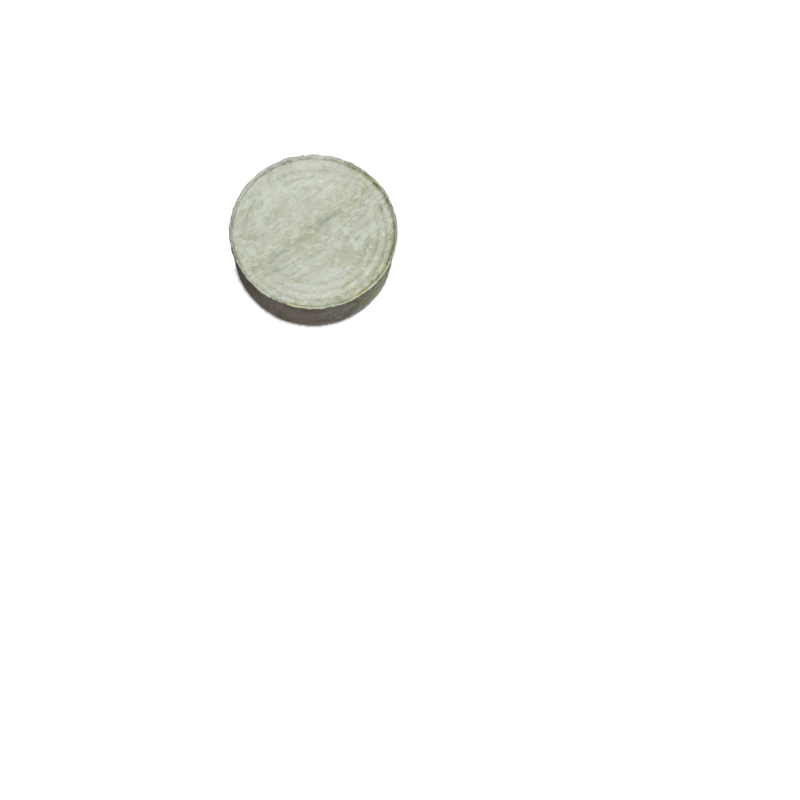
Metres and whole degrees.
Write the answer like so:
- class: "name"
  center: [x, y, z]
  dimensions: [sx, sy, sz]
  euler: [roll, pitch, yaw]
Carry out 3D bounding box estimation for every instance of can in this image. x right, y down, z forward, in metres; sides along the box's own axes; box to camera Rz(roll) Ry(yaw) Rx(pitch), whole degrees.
- class: "can"
  center: [-0.045, -0.083, 0.578]
  dimensions: [0.086, 0.090, 0.032]
  euler: [-1, -21, -1]
